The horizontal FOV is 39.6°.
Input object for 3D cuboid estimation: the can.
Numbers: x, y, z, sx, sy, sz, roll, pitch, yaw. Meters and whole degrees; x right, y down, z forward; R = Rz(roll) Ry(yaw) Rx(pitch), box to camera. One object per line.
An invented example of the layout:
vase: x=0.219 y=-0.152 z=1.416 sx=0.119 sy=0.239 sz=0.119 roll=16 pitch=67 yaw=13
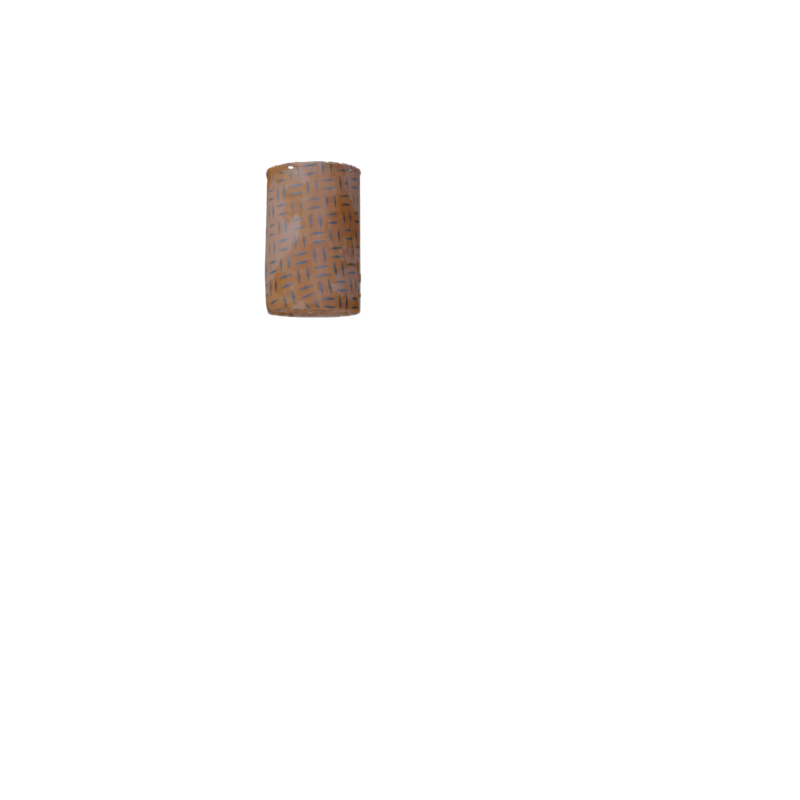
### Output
can: x=-0.061 y=-0.112 z=0.783 sx=0.068 sy=0.104 sz=0.067 roll=0 pitch=-7 yaw=-2
